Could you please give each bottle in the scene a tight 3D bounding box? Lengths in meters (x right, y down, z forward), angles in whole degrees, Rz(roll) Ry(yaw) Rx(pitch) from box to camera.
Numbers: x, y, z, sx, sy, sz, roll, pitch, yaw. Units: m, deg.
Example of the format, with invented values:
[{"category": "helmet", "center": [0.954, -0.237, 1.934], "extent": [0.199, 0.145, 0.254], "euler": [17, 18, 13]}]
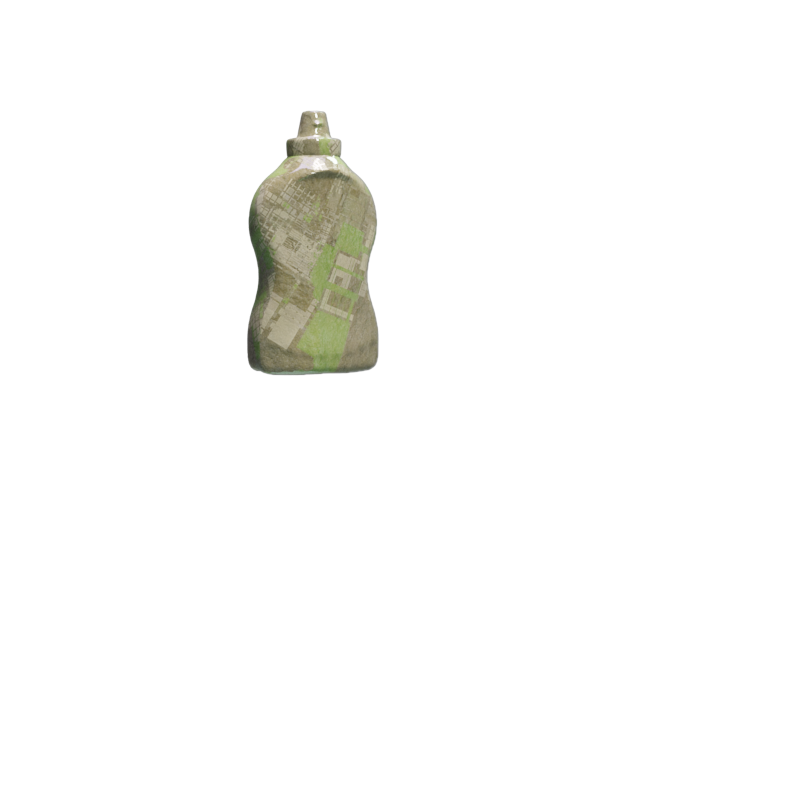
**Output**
[{"category": "bottle", "center": [-0.064, -0.117, 0.819], "extent": [0.093, 0.192, 0.060], "euler": [0, 0, -22]}]
